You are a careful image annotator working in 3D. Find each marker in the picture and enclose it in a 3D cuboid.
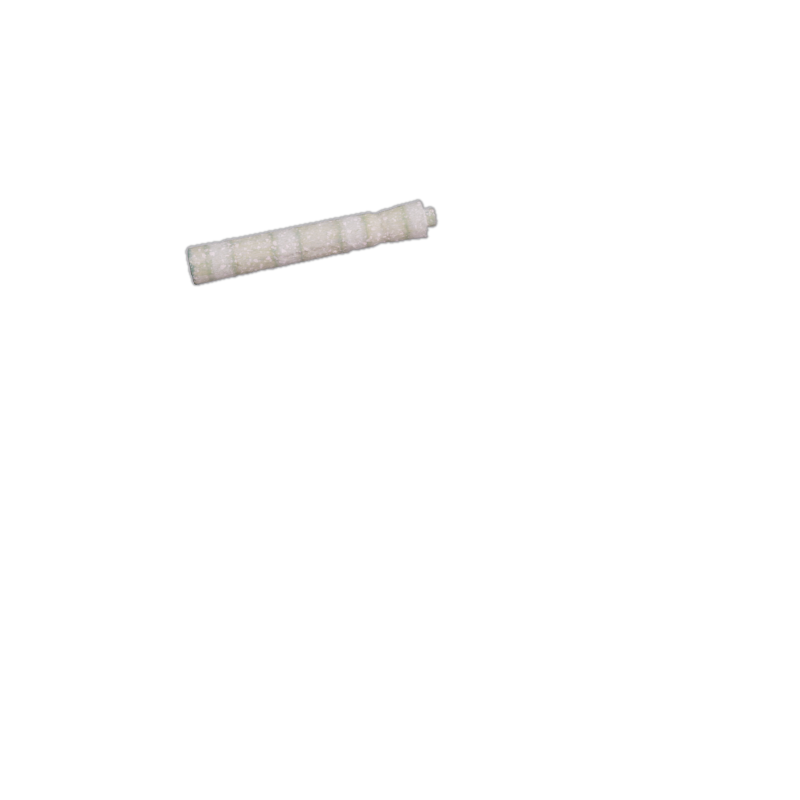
[{"bbox_3d":[-0.042,-0.076,0.535,0.121,0.020,0.020,-12,5,-2],"label":"marker"}]
